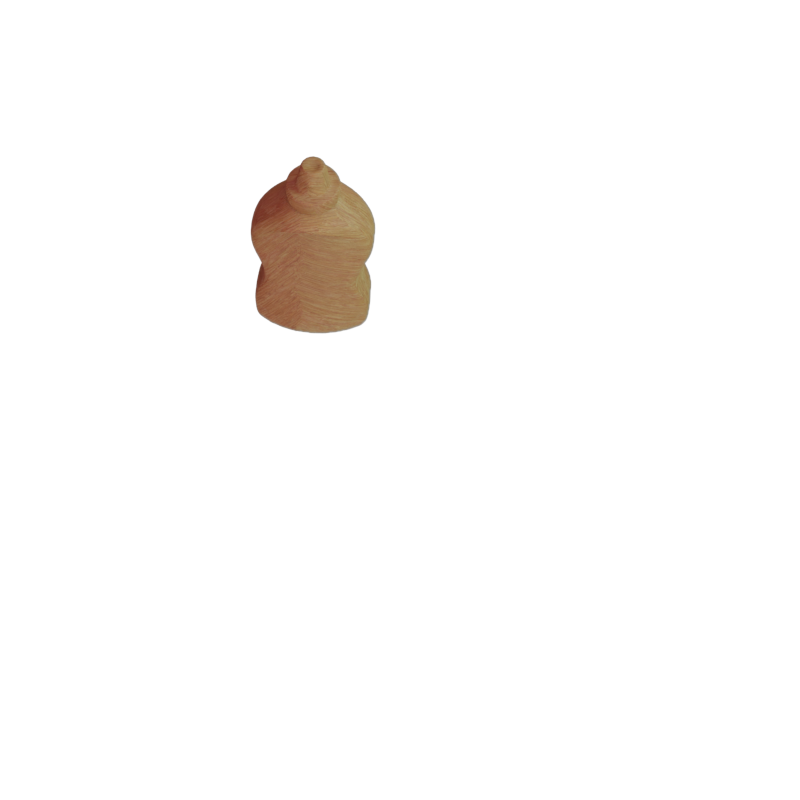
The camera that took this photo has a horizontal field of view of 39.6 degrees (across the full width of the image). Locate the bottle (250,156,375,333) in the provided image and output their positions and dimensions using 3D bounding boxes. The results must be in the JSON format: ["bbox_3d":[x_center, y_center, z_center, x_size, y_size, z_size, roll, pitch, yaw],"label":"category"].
[{"bbox_3d":[-0.068,-0.124,0.873,0.096,0.062,0.180,8,-31,1],"label":"bottle"}]
